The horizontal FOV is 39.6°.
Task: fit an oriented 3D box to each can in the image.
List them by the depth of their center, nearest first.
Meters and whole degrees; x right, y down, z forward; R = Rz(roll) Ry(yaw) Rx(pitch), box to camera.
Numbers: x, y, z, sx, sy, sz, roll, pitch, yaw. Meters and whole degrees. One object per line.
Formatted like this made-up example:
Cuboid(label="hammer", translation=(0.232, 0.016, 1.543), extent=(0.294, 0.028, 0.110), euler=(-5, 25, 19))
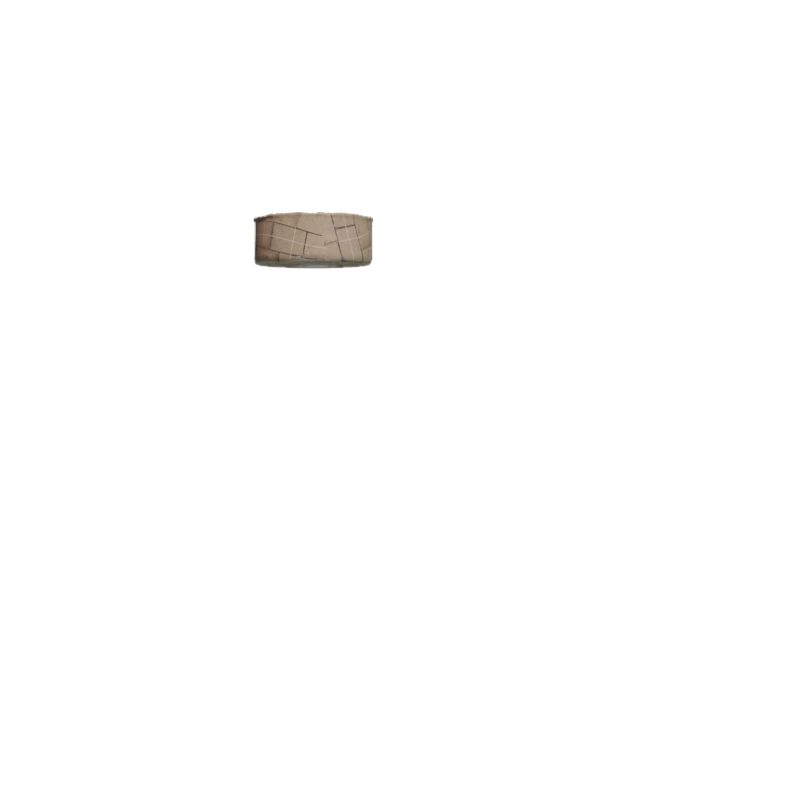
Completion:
Cuboid(label="can", translation=(-0.062, -0.113, 0.793), extent=(0.086, 0.034, 0.086), euler=(0, 2, -2))
